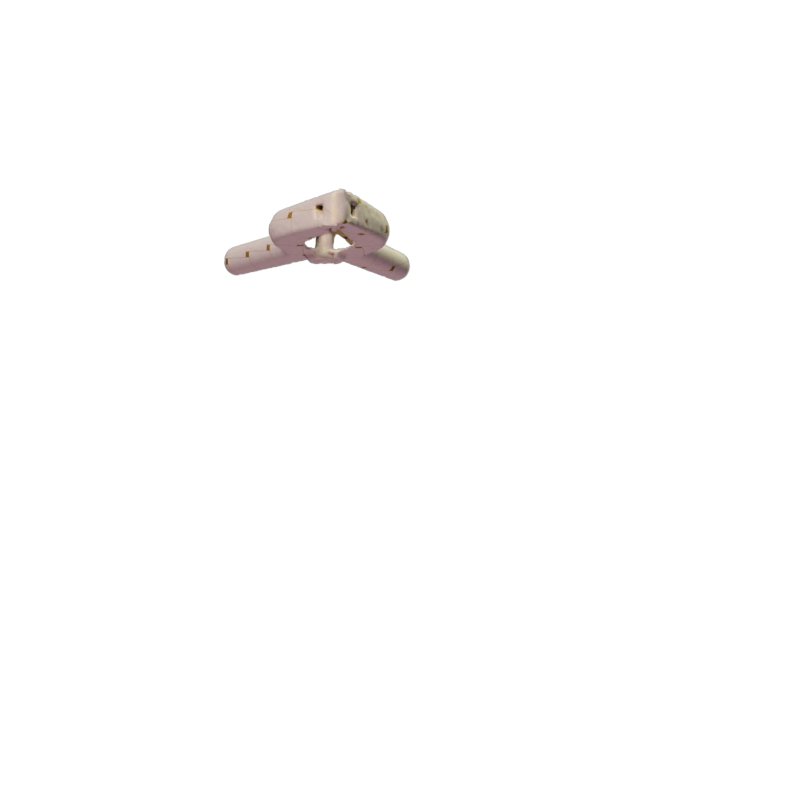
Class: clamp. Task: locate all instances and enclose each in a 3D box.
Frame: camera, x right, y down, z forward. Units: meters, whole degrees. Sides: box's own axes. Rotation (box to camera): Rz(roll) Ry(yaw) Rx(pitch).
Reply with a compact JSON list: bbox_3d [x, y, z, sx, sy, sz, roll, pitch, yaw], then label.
[{"bbox_3d":[-0.071,-0.129,0.907,0.165,0.037,0.205,0,-6,0],"label":"clamp"}]
